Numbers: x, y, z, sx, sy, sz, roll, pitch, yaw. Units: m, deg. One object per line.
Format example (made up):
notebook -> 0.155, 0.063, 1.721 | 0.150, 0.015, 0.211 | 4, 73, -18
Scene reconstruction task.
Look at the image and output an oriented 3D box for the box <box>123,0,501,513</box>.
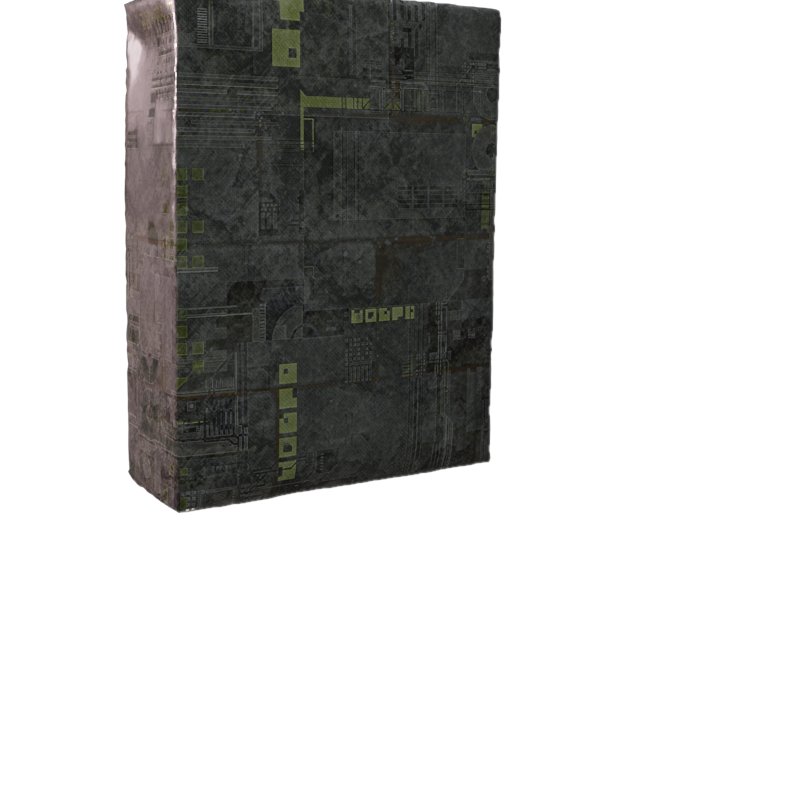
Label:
box -> -0.039, -0.072, 0.503 | 0.159, 0.211, 0.075 | -4, 6, -32
